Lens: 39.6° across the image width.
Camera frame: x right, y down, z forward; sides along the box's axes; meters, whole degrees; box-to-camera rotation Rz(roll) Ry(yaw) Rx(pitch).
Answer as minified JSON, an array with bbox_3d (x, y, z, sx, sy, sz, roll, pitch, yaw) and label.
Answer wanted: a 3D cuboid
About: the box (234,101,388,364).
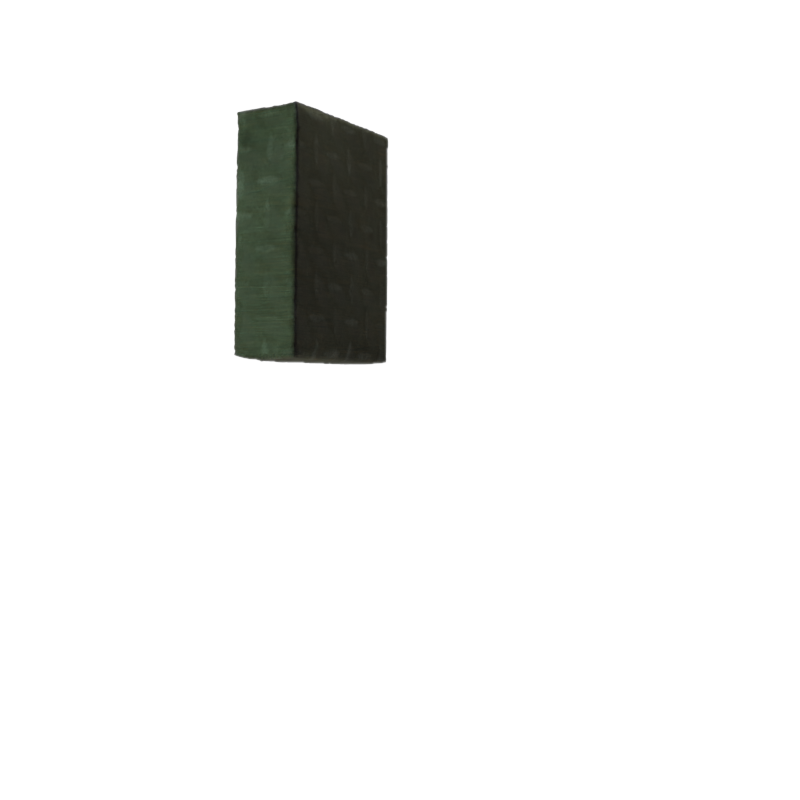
[{"bbox_3d":[-0.077,-0.140,0.982,0.074,0.217,0.157,-4,-6,29],"label":"box"}]
